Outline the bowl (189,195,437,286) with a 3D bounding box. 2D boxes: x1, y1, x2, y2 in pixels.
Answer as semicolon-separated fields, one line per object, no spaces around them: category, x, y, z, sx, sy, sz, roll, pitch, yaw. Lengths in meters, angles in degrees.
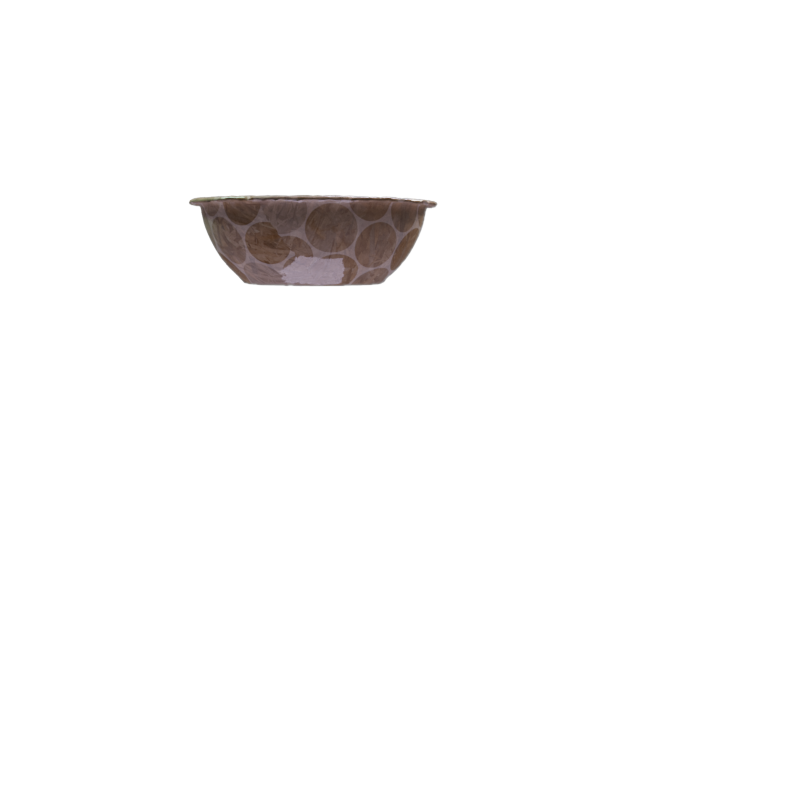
bowl;-0.057;-0.104;0.725;0.162;0.055;0.164;0;7;-2
